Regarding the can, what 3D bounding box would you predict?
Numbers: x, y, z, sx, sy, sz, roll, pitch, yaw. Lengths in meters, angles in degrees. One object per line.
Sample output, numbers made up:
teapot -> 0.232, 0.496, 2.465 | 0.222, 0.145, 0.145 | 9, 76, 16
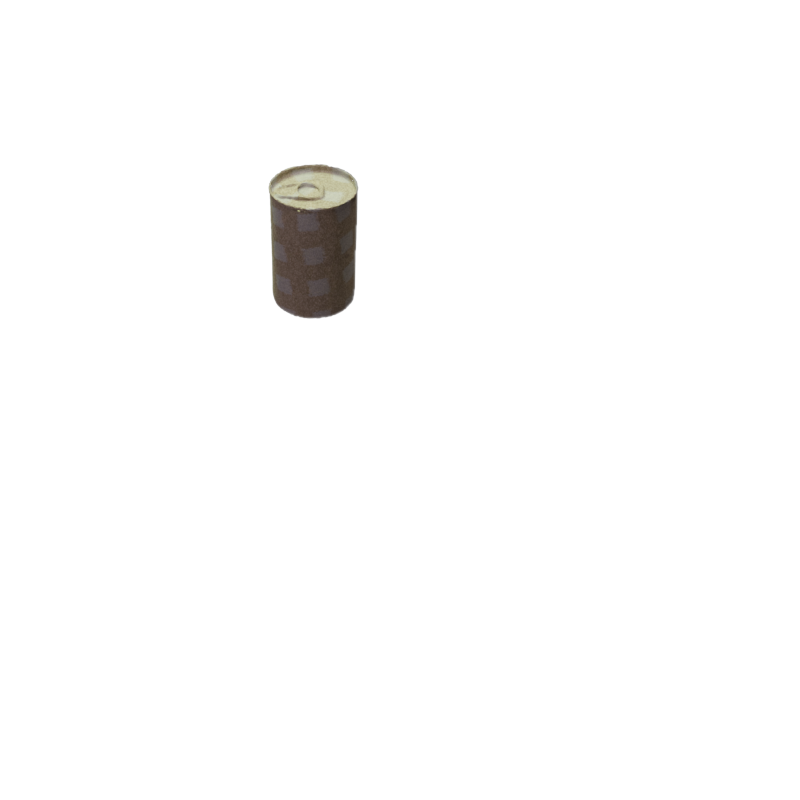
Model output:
can -> -0.068, -0.123, 0.865 | 0.068, 0.096, 0.073 | 0, 37, -3
